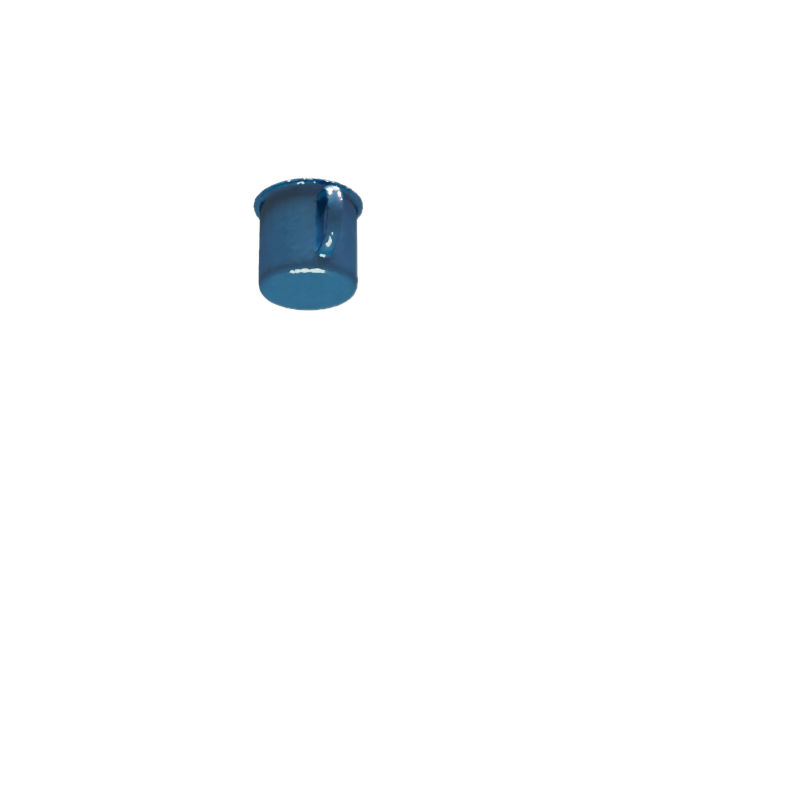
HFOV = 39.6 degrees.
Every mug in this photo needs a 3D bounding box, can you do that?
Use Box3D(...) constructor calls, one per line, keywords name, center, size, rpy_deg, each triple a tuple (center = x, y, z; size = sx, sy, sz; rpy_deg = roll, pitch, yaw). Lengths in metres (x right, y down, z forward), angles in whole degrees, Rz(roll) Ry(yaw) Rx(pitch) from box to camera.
Box3D(name="mug", center=(-0.071, -0.130, 0.910), size=(0.090, 0.086, 0.114), rpy_deg=(9, -26, -22))
